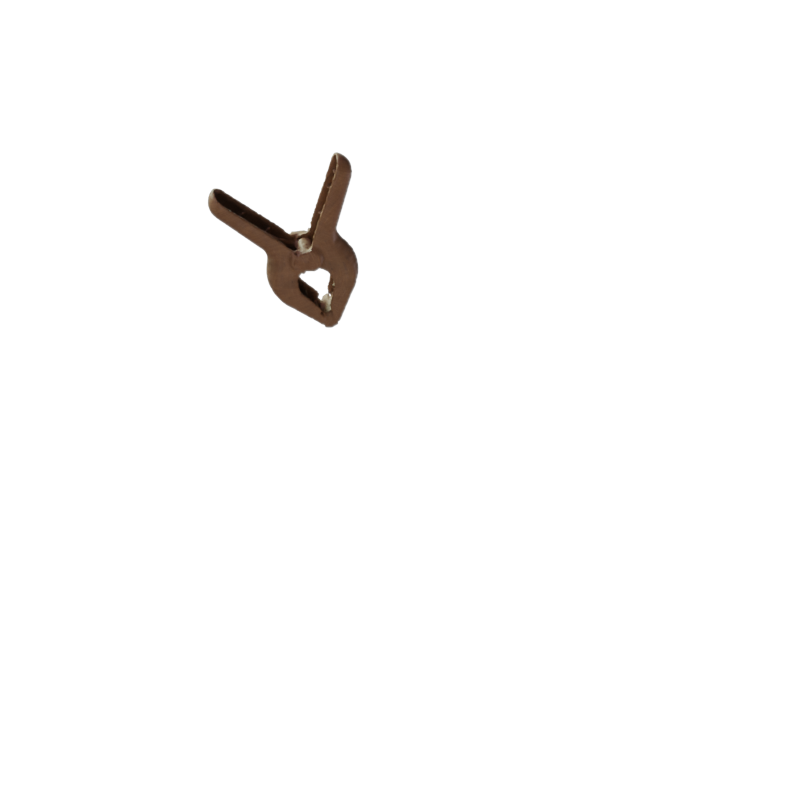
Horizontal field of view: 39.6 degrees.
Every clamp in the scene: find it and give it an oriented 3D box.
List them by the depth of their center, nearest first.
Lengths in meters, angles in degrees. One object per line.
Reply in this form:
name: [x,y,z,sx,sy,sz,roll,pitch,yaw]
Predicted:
clamp: [-0.074,-0.134,0.941,0.121,0.042,0.158,-17,-46,17]
